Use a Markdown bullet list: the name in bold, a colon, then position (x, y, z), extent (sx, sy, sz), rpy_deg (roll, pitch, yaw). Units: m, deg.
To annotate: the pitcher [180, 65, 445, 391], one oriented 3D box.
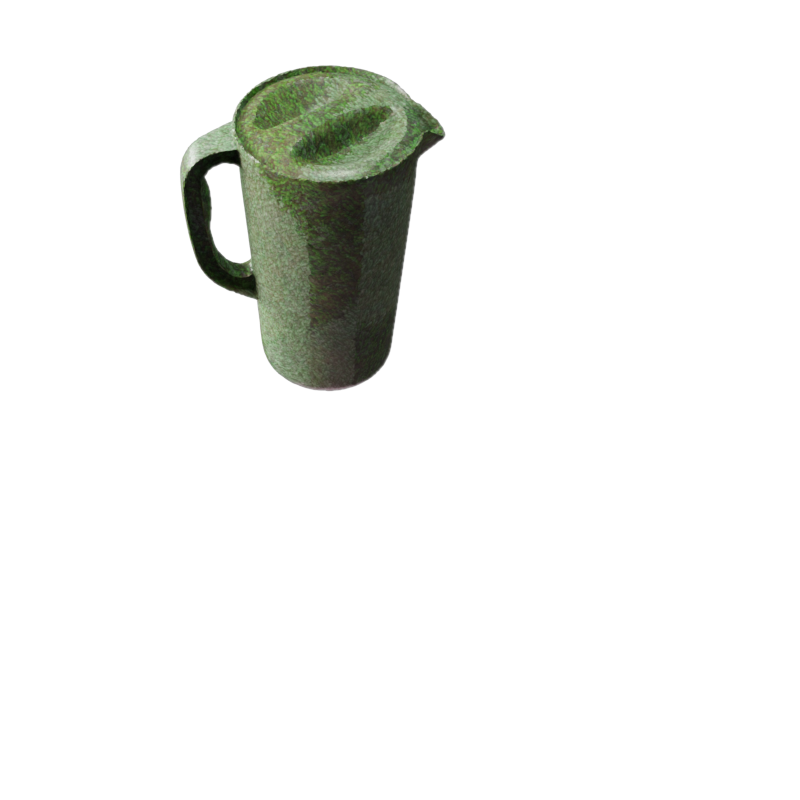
- **pitcher**: position (-0.066, -0.120, 0.842), extent (0.156, 0.226, 0.148), rpy_deg (27, 51, 20)
